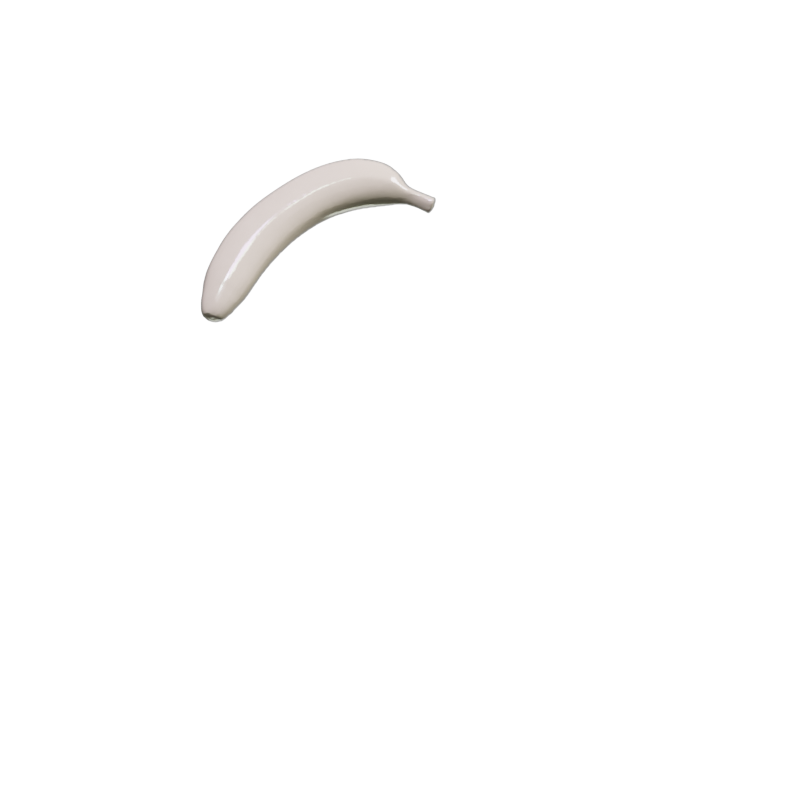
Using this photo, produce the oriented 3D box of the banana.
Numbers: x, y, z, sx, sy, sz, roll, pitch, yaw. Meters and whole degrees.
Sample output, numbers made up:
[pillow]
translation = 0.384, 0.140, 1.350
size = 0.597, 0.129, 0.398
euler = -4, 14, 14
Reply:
[banana]
translation = -0.069, -0.125, 0.786
size = 0.198, 0.074, 0.034
euler = -32, -31, -22
